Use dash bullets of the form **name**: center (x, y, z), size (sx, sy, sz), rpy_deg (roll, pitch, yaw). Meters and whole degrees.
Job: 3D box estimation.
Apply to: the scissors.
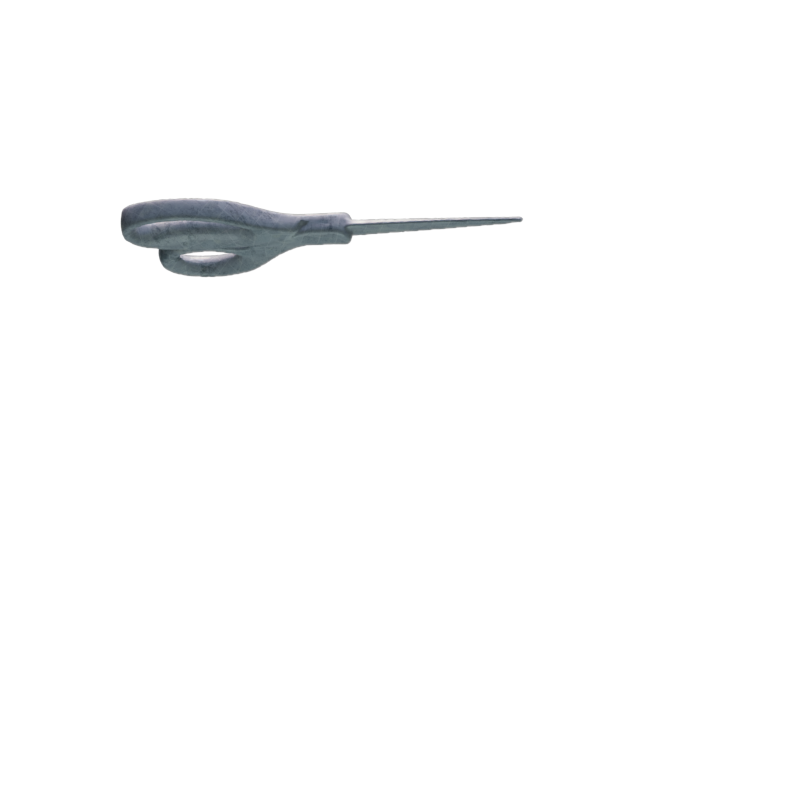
- **scissors**: center (-0.046, -0.084, 0.590), size (0.199, 0.016, 0.093), rpy_deg (2, -13, -8)
